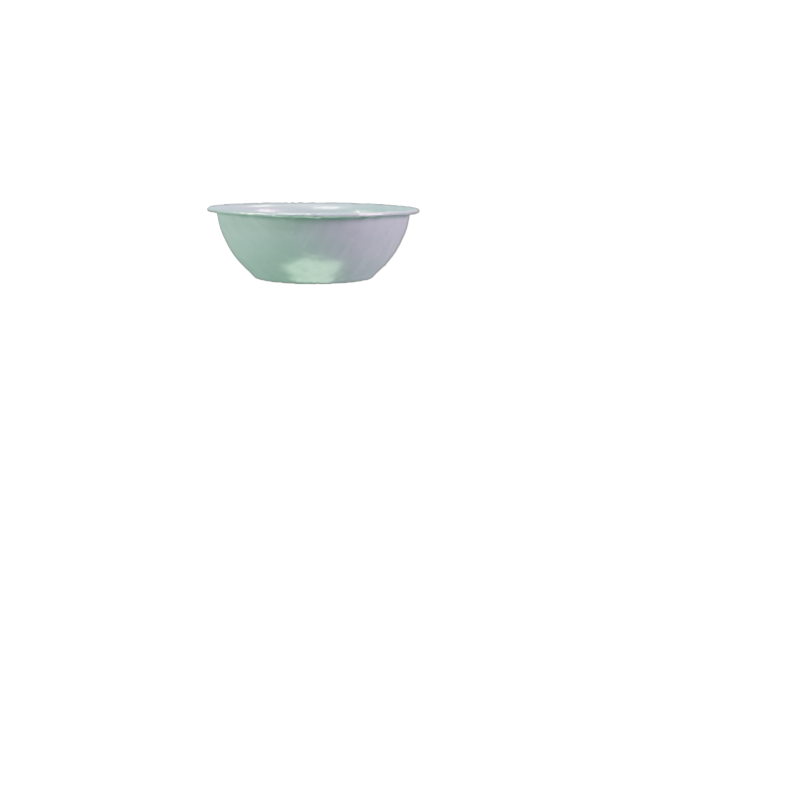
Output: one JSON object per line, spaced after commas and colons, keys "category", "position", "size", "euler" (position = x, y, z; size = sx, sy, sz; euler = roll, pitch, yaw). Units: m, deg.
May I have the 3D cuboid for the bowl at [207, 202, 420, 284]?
{"category": "bowl", "position": [-0.066, -0.121, 0.848], "size": [0.162, 0.054, 0.166], "euler": [0, 12, -2]}
